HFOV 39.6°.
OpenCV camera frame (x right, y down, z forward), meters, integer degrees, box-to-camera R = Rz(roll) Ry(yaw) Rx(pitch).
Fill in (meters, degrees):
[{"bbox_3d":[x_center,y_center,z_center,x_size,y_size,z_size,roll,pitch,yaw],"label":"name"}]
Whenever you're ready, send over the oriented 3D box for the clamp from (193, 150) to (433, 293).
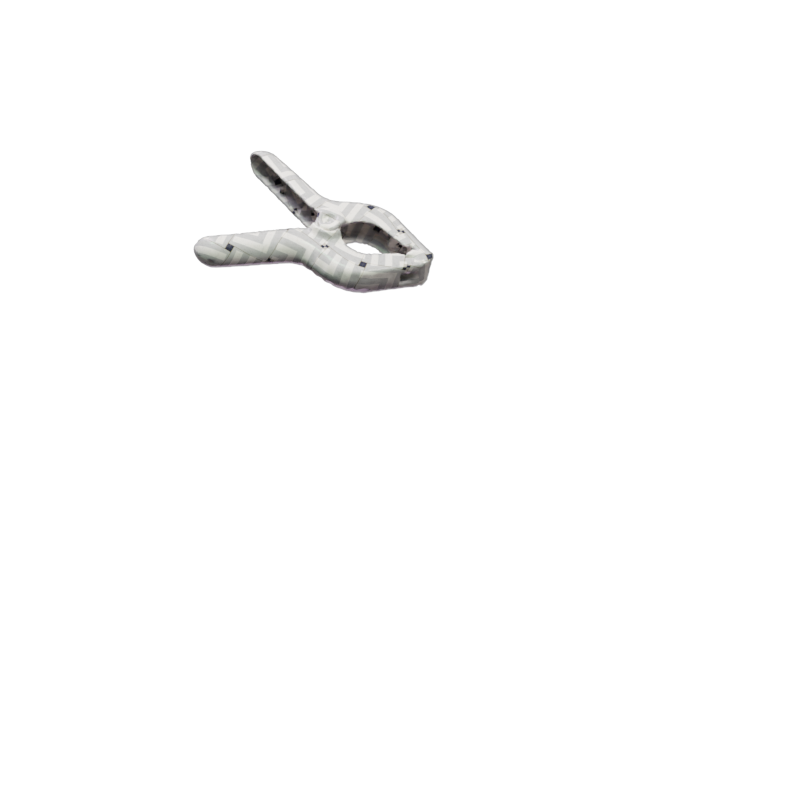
[{"bbox_3d":[-0.065,-0.118,0.825,0.178,0.124,0.037,24,-32,16],"label":"clamp"}]
